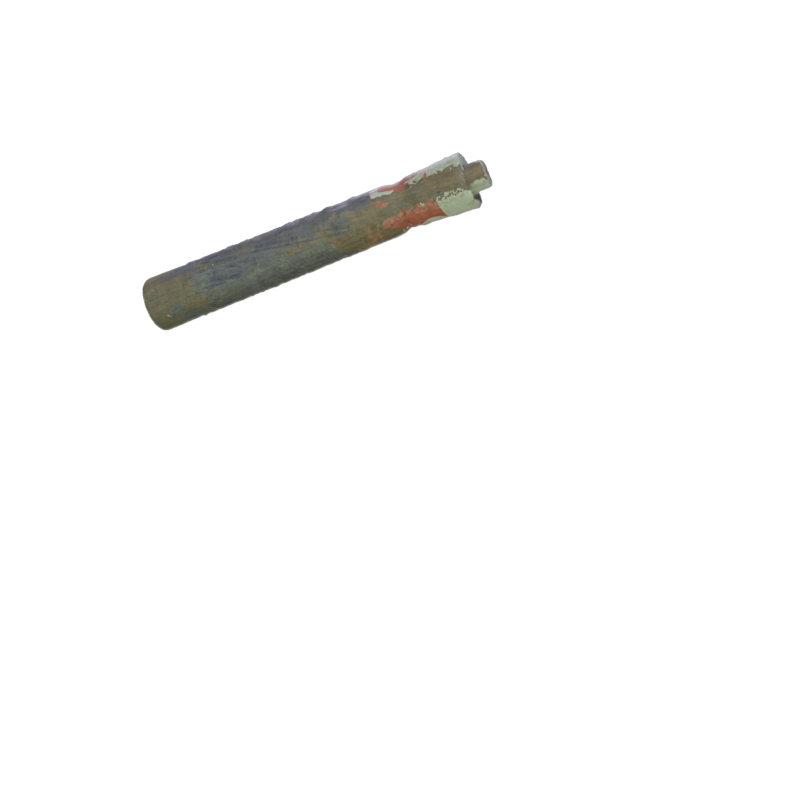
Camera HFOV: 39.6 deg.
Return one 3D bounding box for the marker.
[{"bbox_3d":[-0.028,-0.051,0.360,0.122,0.020,0.019,-19,-2,17],"label":"marker"}]
